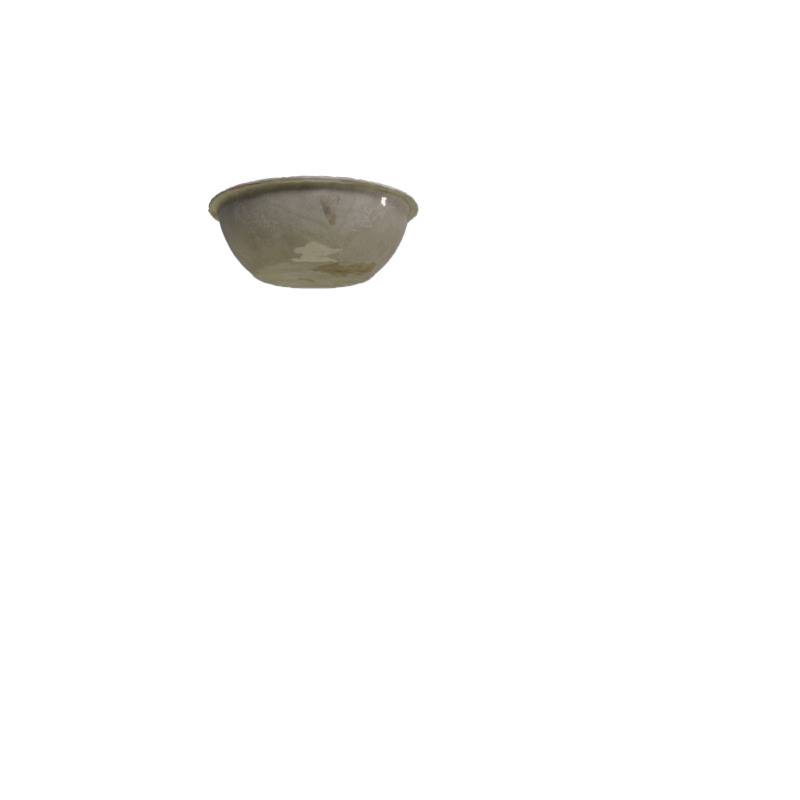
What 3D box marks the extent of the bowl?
[{"bbox_3d":[-0.066,-0.121,0.848,0.162,0.057,0.158,0,-8,-2],"label":"bowl"}]
